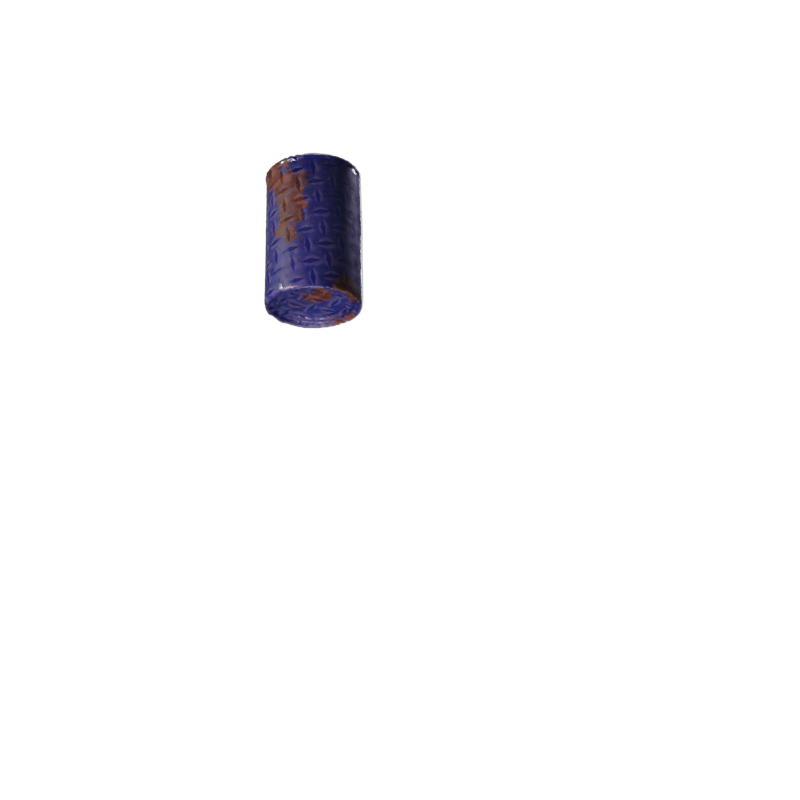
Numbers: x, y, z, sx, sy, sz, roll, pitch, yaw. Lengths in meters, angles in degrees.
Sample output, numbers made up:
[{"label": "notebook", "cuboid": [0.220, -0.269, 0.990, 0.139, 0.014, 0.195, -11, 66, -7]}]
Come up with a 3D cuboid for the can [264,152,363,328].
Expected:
[{"label": "can", "cuboid": [-0.060, -0.109, 0.762, 0.068, 0.108, 0.065, 0, -26, -2]}]
